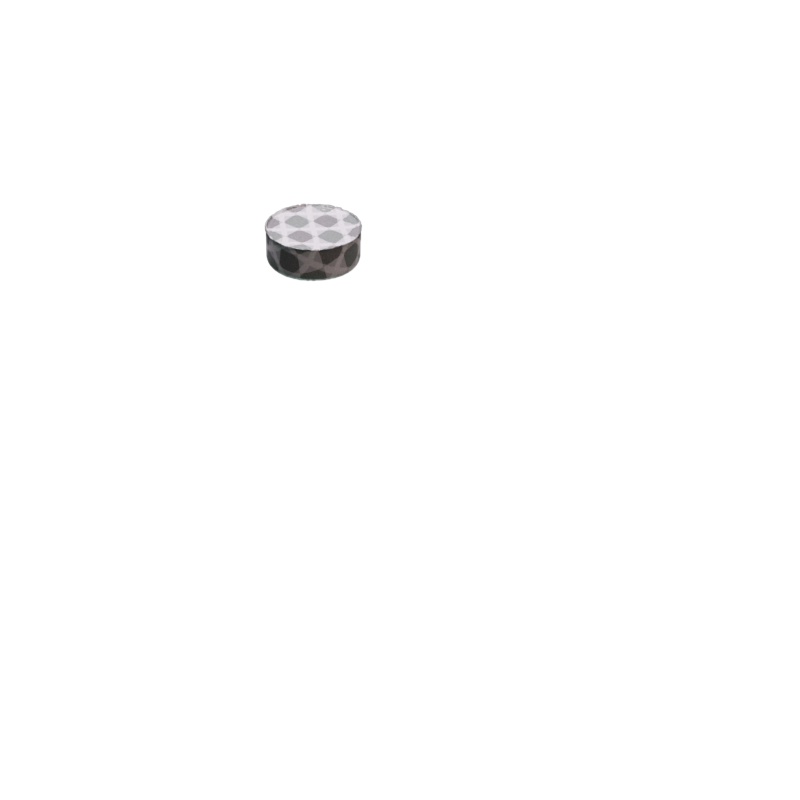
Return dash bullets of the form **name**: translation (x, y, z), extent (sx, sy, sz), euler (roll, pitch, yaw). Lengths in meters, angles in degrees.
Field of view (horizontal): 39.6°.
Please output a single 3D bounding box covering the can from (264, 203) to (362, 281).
- **can**: translation (-0.077, -0.141, 0.985), extent (0.086, 0.031, 0.092), euler (-1, 35, -2)
